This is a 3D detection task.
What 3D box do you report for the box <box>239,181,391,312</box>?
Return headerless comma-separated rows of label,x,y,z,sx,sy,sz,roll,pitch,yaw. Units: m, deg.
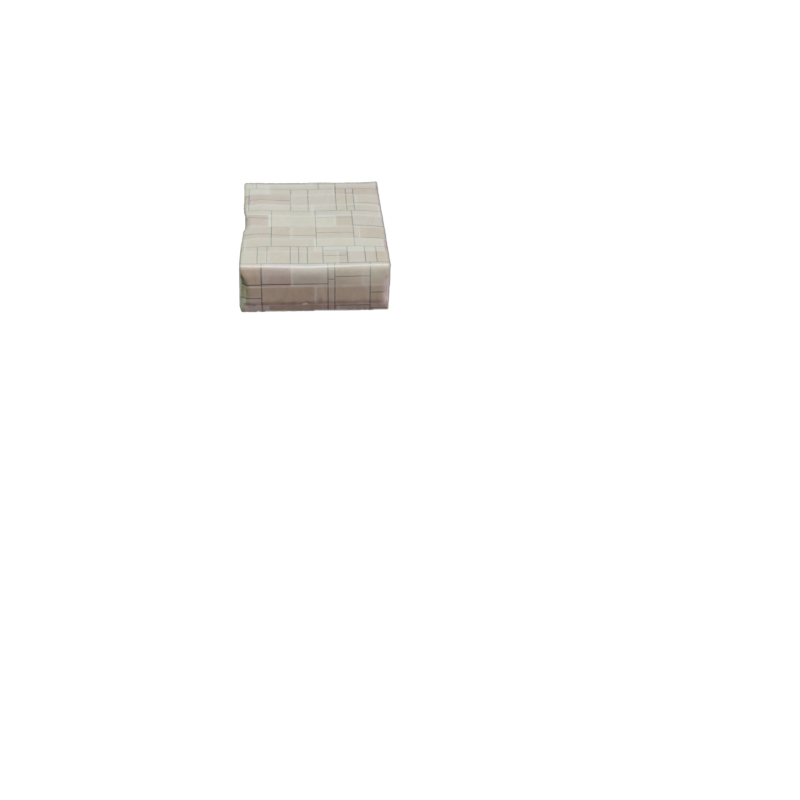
box,-0.045,-0.081,0.569,0.073,0.028,0.095,-2,37,-3
